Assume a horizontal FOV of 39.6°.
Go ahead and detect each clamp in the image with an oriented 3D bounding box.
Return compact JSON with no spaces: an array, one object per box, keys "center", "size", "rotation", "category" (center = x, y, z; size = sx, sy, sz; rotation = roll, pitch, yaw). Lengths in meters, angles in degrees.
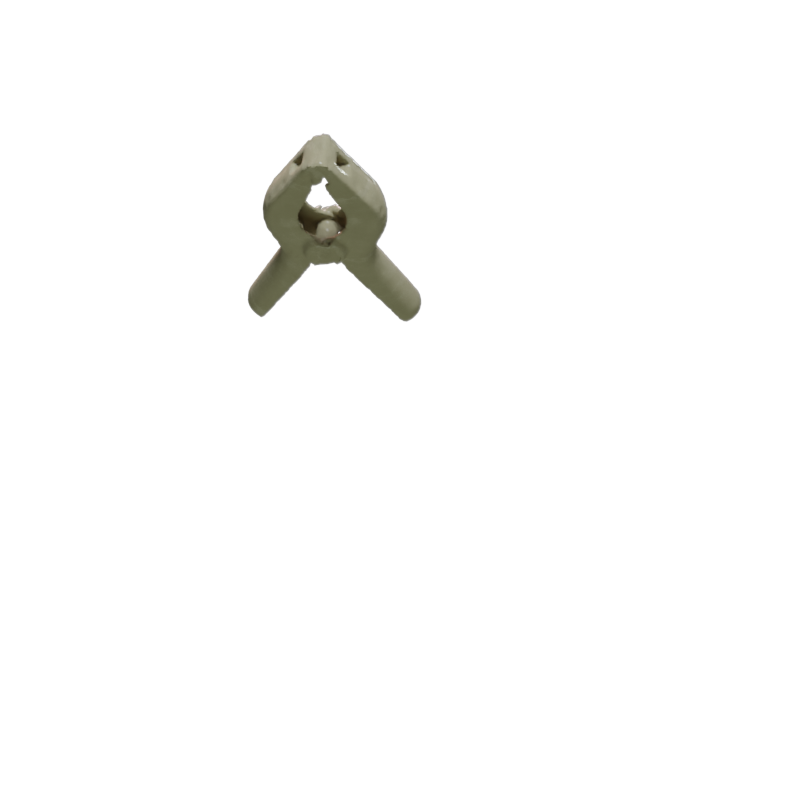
[{"center":[-0.057,-0.104,0.729],"size":[0.121,0.042,0.158],"rotation":[-7,-39,8],"category":"clamp"}]
